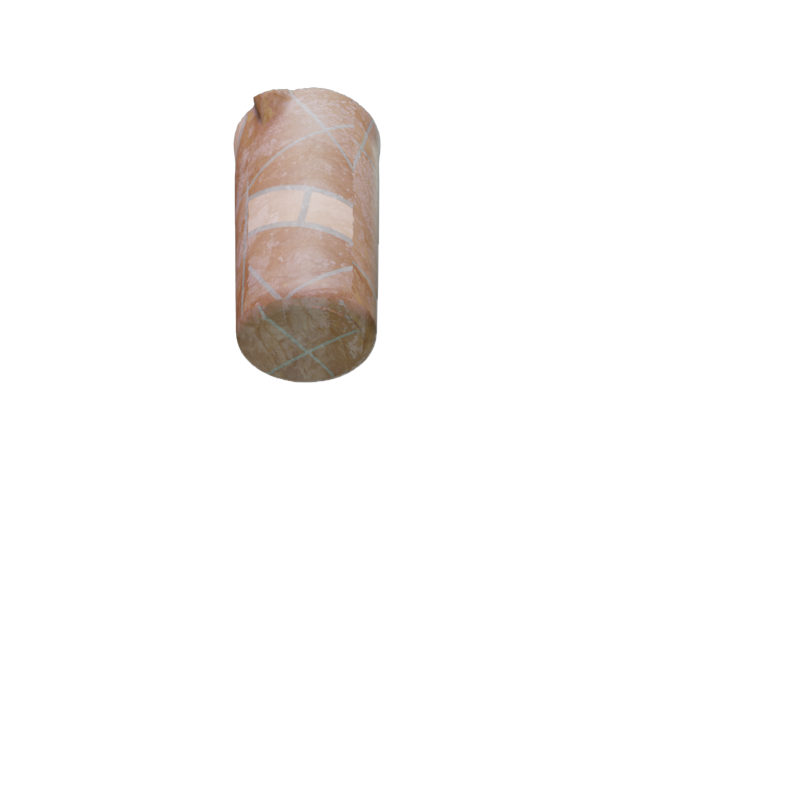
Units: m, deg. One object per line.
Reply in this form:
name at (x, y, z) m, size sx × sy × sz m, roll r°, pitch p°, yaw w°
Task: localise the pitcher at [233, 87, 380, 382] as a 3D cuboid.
pitcher at (-0.073, -0.133, 0.930) m, size 0.145 × 0.261 × 0.139 m, roll 12°, pitch -43°, yaw -17°
